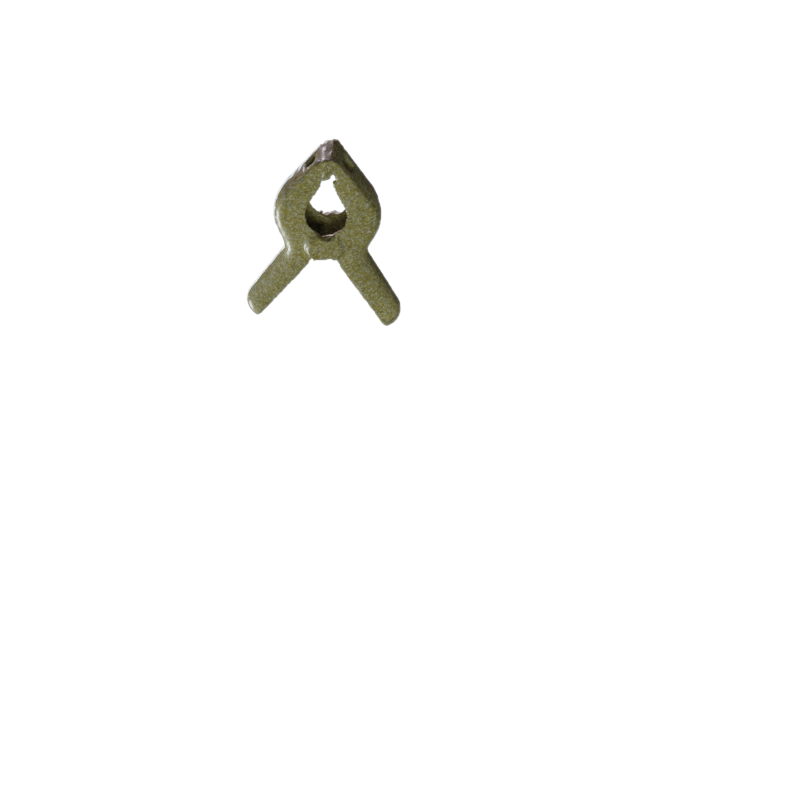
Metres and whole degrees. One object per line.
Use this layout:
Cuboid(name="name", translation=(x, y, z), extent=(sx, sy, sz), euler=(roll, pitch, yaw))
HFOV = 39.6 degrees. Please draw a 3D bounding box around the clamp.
Cuboid(name="clamp", translation=(-0.065, -0.119, 0.835), extent=(0.120, 0.159, 0.042), euler=(-4, 42, 3))
